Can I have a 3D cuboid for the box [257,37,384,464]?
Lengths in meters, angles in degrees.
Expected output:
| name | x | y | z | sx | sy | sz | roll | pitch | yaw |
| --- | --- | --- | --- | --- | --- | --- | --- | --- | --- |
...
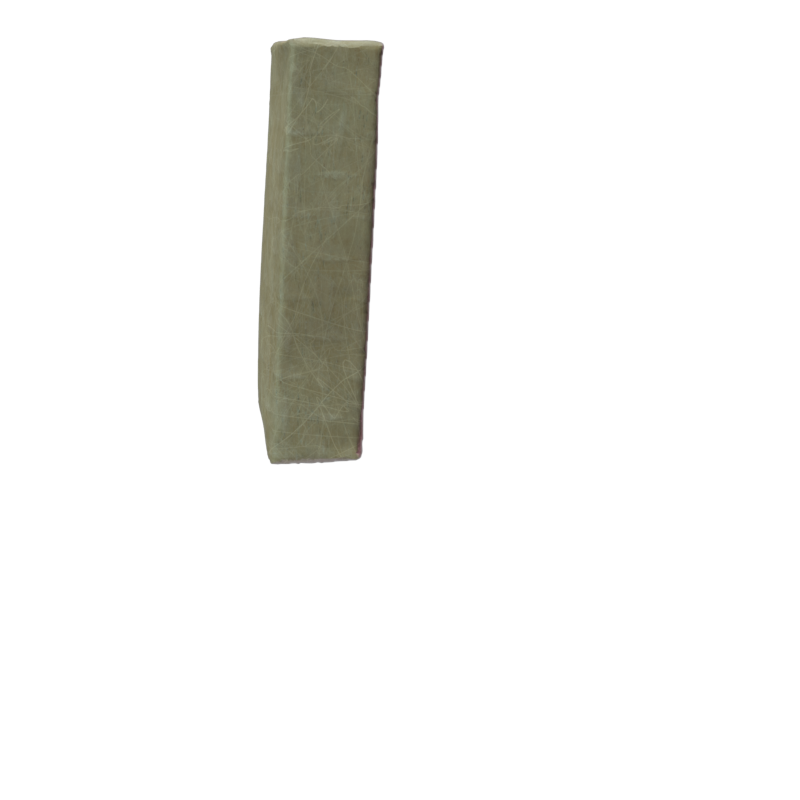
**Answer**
| name | x | y | z | sx | sy | sz | roll | pitch | yaw |
| --- | --- | --- | --- | --- | --- | --- | --- | --- | --- |
| box | -0.039 | -0.070 | 0.492 | 0.047 | 0.173 | 0.097 | -1 | 10 | -10 |
